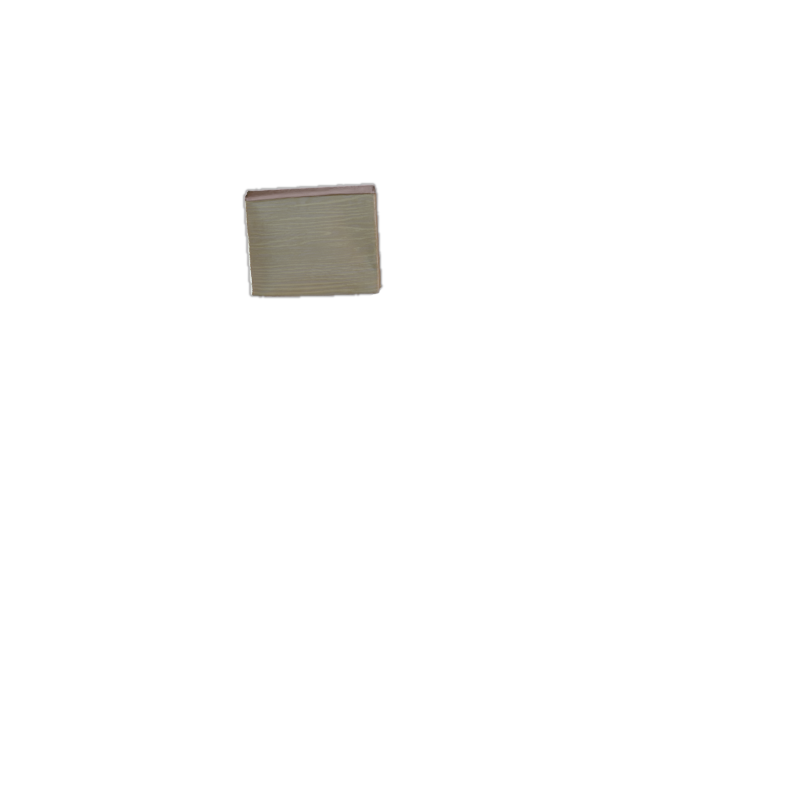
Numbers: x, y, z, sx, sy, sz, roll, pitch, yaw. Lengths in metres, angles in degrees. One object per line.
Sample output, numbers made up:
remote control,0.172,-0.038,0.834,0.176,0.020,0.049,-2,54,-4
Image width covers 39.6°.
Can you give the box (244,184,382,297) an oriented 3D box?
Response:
box,-0.074,-0.135,0.945,0.113,0.087,0.040,-2,16,0
